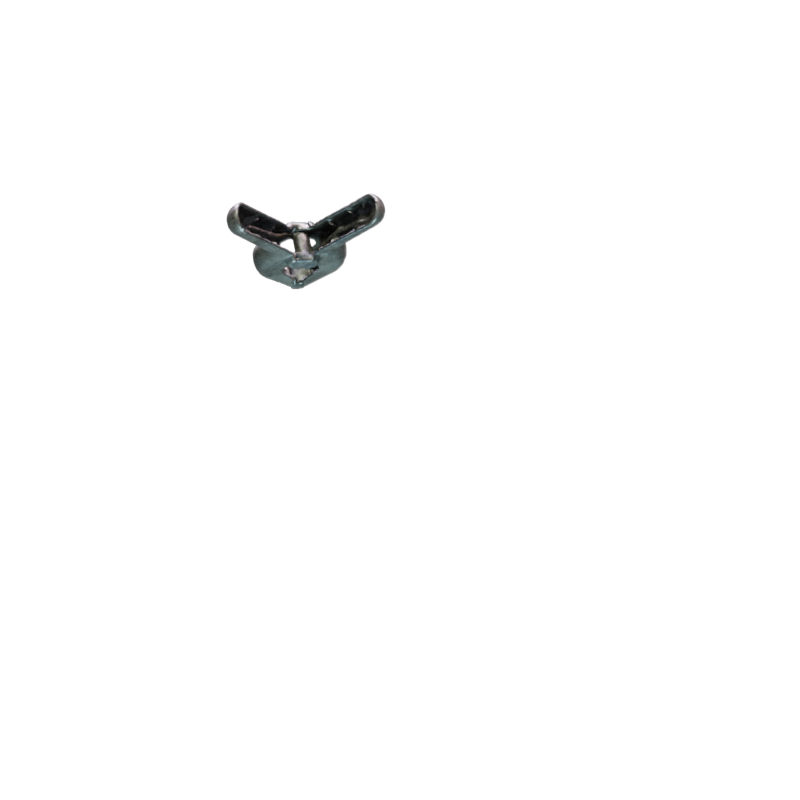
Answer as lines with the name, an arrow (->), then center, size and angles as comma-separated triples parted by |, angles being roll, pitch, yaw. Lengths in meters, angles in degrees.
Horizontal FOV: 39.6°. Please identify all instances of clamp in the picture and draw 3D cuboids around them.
clamp -> -0.071, -0.130, 0.909 | 0.121, 0.040, 0.166 | 0, -9, 2
